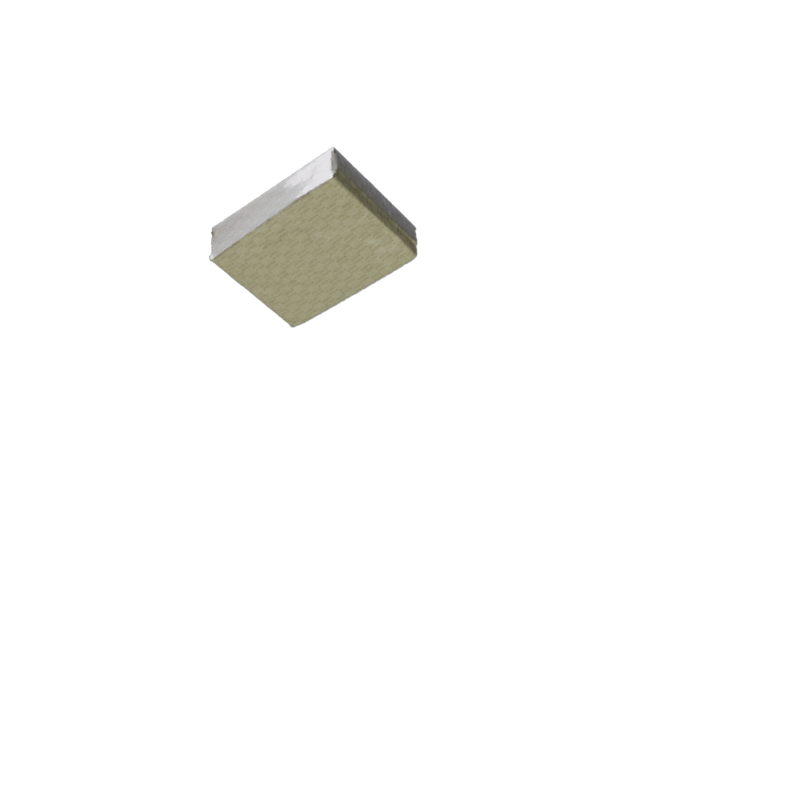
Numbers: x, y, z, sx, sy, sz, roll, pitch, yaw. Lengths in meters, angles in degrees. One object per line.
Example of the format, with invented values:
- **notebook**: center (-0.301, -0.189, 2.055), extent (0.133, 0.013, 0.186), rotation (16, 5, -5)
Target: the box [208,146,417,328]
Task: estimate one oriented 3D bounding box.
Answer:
- **box**: center (-0.059, -0.107, 0.749), extent (0.113, 0.042, 0.084), rotation (-30, -53, 25)
